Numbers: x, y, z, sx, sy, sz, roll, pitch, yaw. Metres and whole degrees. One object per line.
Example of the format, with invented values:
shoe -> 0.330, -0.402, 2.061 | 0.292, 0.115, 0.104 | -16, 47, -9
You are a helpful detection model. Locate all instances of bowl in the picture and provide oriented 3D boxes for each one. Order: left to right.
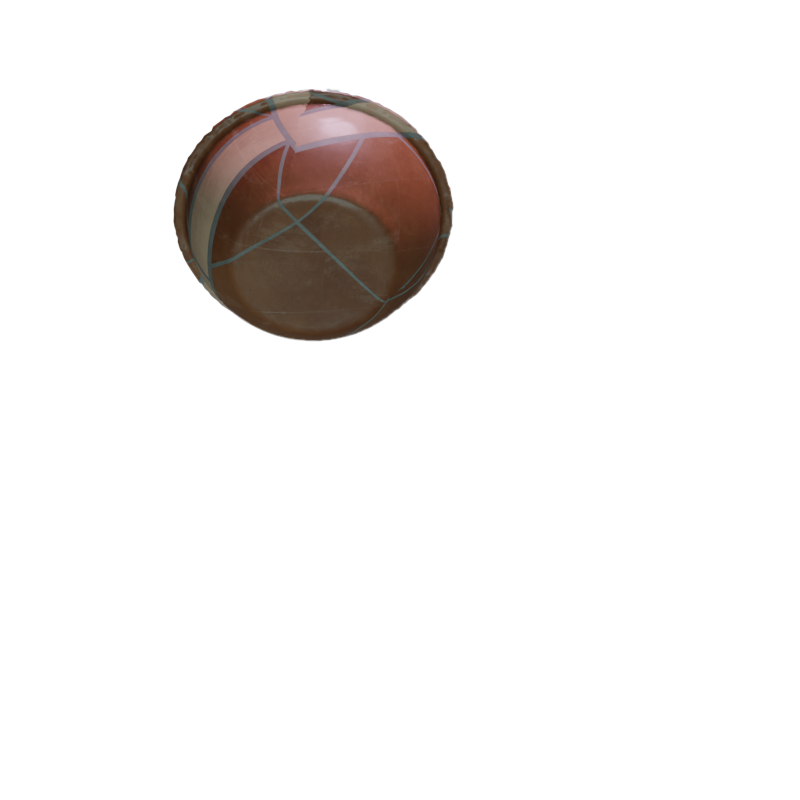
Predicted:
bowl -> -0.049, -0.089, 0.620 | 0.162, 0.152, 0.059 | 1, 34, -1
